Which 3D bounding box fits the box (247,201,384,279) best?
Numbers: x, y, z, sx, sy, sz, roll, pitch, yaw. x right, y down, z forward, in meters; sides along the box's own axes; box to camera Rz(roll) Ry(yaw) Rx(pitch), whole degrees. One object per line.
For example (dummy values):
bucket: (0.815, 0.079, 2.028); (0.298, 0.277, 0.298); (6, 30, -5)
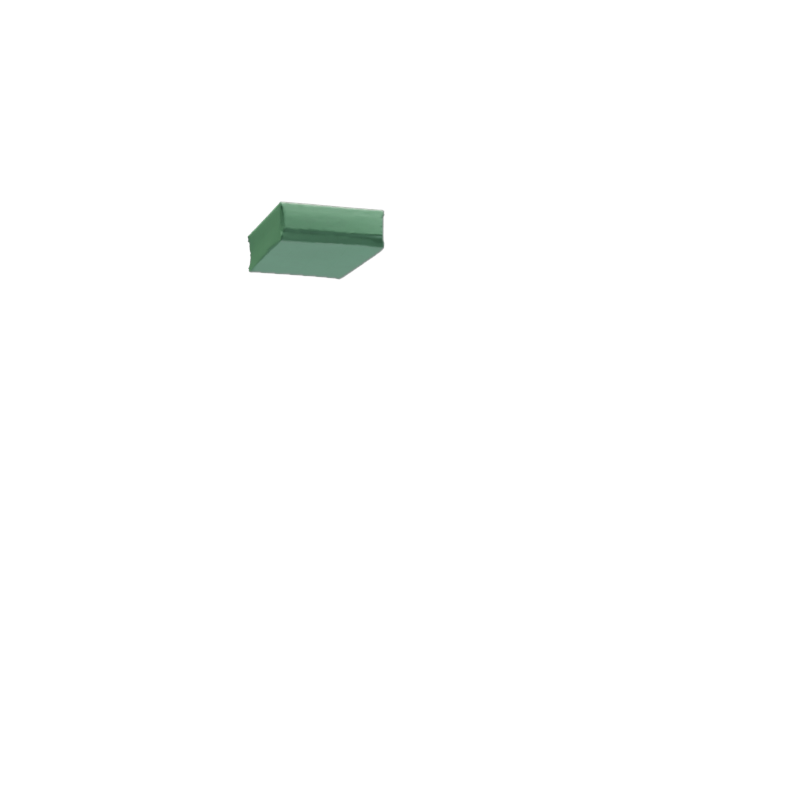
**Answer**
box: (-0.073, -0.134, 0.940); (0.087, 0.040, 0.113); (4, -11, -20)
